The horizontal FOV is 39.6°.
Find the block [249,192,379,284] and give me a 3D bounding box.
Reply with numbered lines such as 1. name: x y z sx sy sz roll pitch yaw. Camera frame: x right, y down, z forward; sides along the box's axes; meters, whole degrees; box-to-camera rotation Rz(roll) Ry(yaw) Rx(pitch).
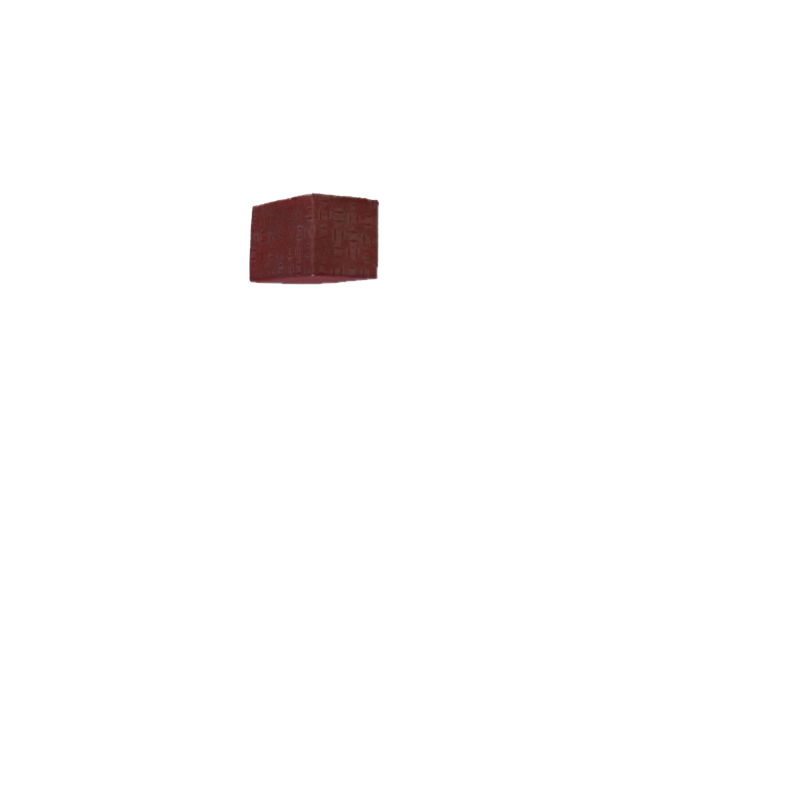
1. block: -0.056 -0.102 0.717 0.051 0.052 0.080 1 -1 -36
